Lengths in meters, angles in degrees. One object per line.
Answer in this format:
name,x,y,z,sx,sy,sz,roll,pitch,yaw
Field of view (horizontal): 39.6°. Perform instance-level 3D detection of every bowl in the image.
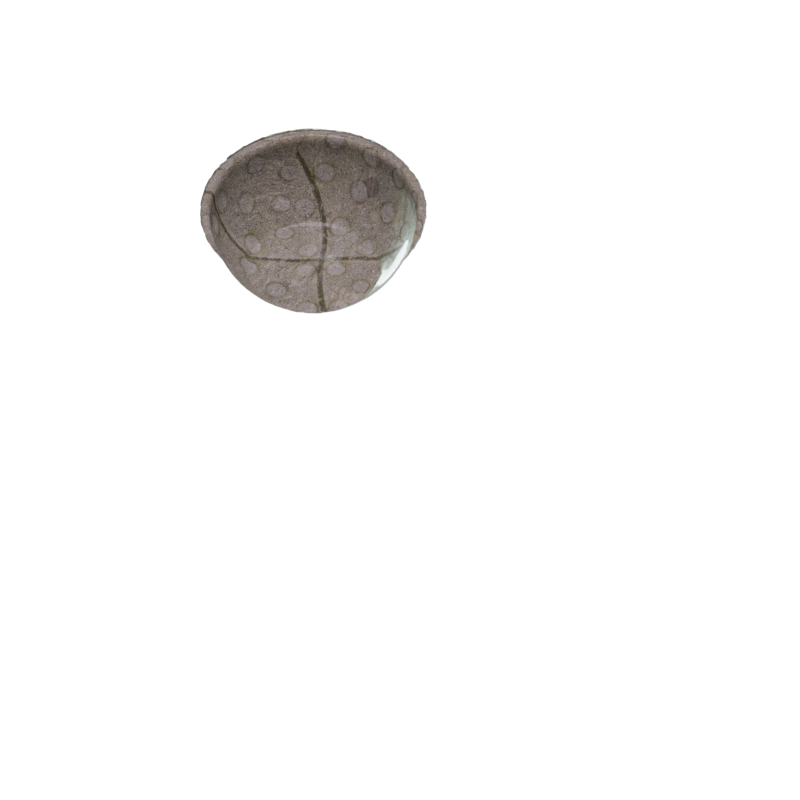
bowl,-0.061,-0.110,0.774,0.162,0.059,0.151,1,-40,-1
